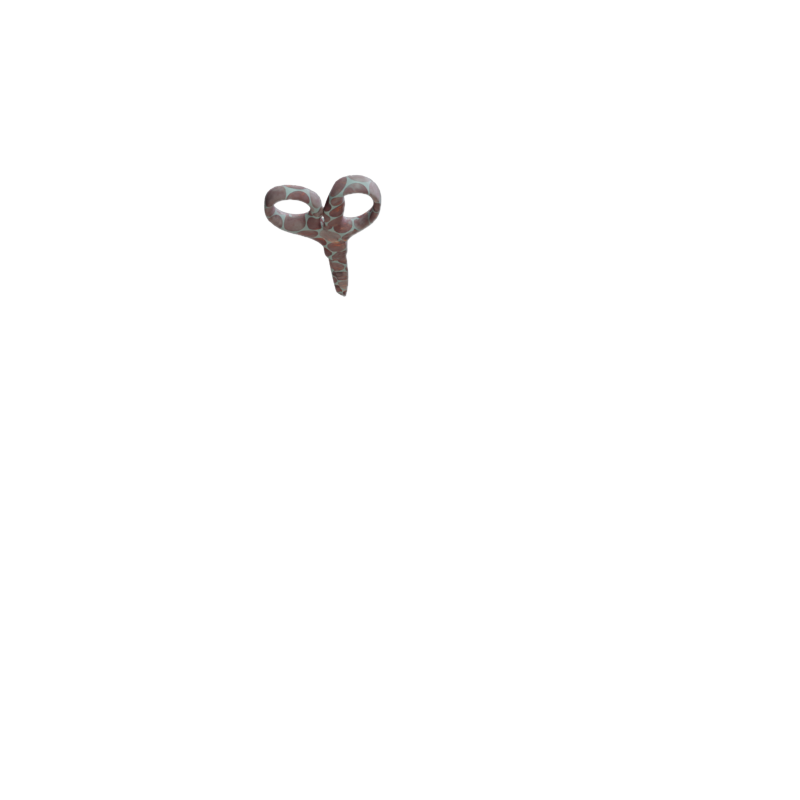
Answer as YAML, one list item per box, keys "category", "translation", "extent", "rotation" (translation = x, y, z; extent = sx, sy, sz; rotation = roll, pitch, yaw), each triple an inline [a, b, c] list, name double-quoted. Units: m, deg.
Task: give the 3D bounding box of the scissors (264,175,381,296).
- category: "scissors"
  translation: [-0.069, -0.126, 0.883]
  extent: [0.094, 0.017, 0.195]
  rotation: [5, -20, -14]
